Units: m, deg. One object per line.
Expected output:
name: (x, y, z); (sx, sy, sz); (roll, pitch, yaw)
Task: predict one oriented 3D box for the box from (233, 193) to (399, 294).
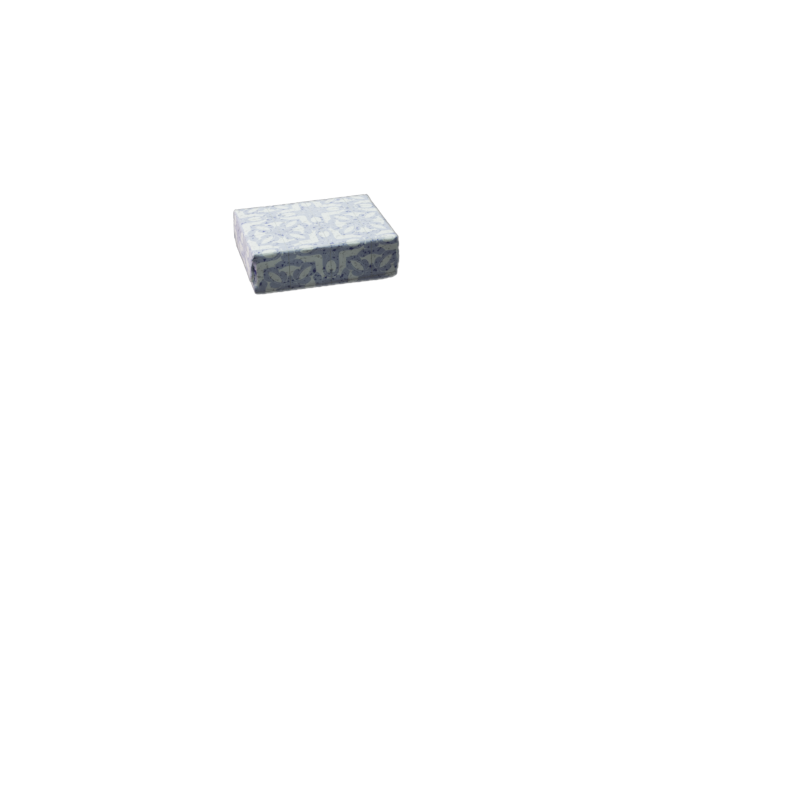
box: (-0.066, -0.121, 0.850); (0.112, 0.037, 0.096); (-7, 31, -13)
